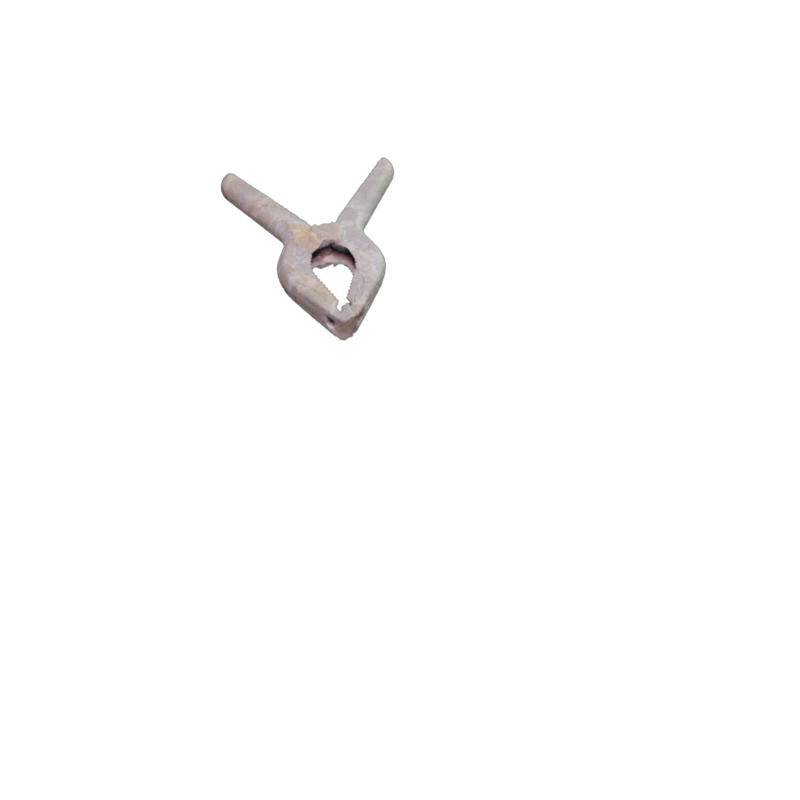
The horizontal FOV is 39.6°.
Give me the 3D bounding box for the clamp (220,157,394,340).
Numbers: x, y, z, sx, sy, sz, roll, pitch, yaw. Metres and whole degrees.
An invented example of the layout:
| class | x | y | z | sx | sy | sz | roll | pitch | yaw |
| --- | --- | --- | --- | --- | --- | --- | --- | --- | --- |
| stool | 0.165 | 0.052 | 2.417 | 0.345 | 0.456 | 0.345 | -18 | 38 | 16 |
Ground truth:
| class | x | y | z | sx | sy | sz | roll | pitch | yaw |
| --- | --- | --- | --- | --- | --- | --- | --- | --- | --- |
| clamp | -0.077 | -0.141 | 0.989 | 0.164 | 0.226 | 0.034 | -4 | -41 | -4 |
